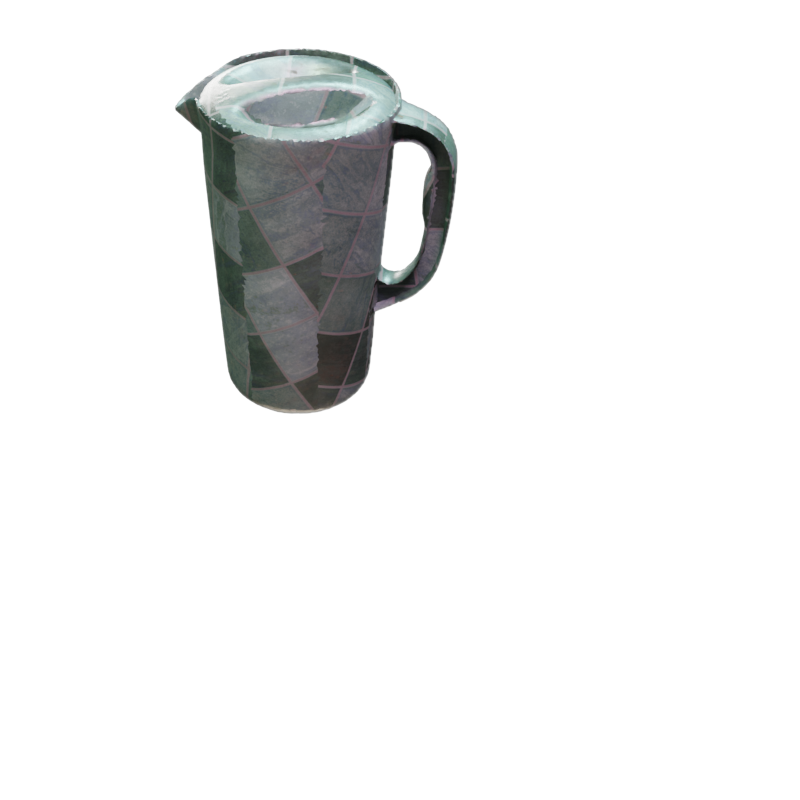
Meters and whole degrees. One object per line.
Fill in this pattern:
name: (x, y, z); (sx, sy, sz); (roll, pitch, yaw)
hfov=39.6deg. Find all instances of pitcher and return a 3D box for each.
pitcher: (-0.060, -0.110, 0.772); (0.143, 0.227, 0.161); (-21, 43, -28)
